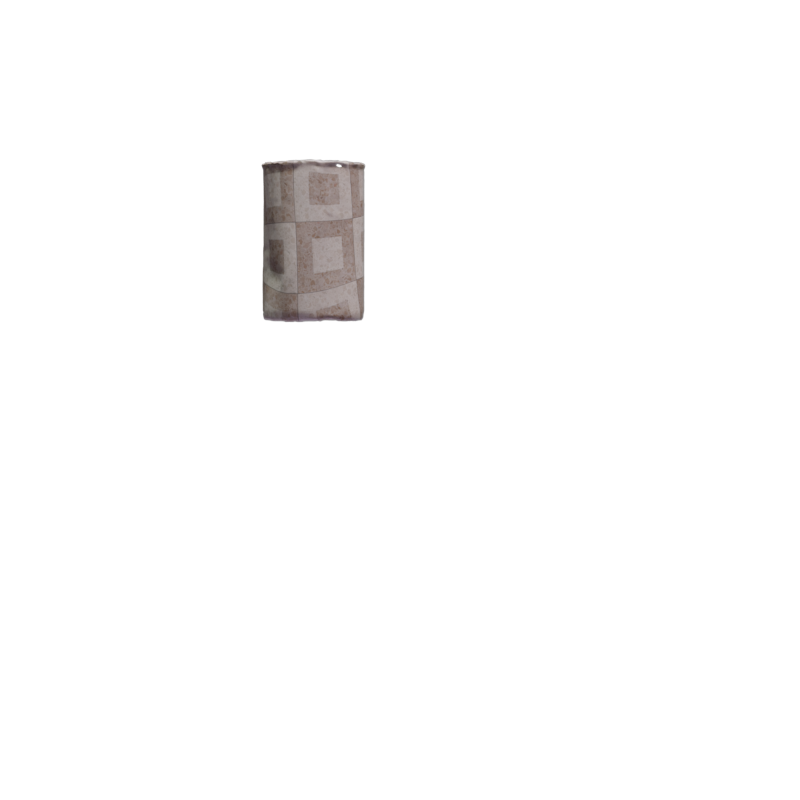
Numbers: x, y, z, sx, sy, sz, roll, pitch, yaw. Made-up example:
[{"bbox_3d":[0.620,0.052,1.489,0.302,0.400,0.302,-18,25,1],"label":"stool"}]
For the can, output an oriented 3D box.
[{"bbox_3d":[-0.057,-0.103,0.724,0.068,0.102,0.069,0,1,-2],"label":"can"}]
